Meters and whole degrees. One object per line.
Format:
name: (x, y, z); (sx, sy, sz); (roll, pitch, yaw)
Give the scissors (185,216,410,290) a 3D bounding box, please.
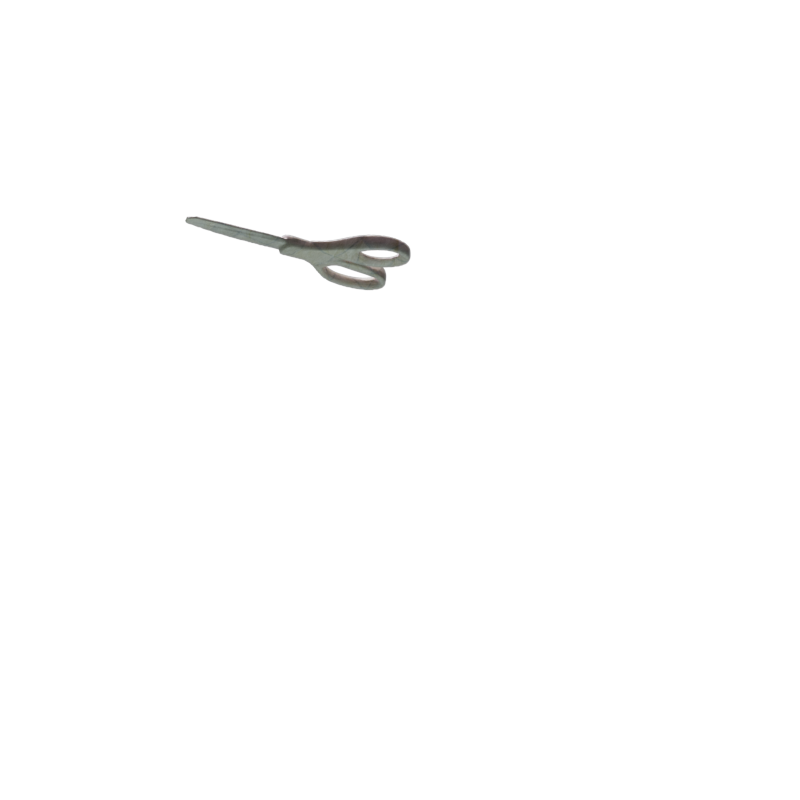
scissors: (-0.073, -0.133, 0.933); (0.097, 0.017, 0.189); (-18, -27, 40)
